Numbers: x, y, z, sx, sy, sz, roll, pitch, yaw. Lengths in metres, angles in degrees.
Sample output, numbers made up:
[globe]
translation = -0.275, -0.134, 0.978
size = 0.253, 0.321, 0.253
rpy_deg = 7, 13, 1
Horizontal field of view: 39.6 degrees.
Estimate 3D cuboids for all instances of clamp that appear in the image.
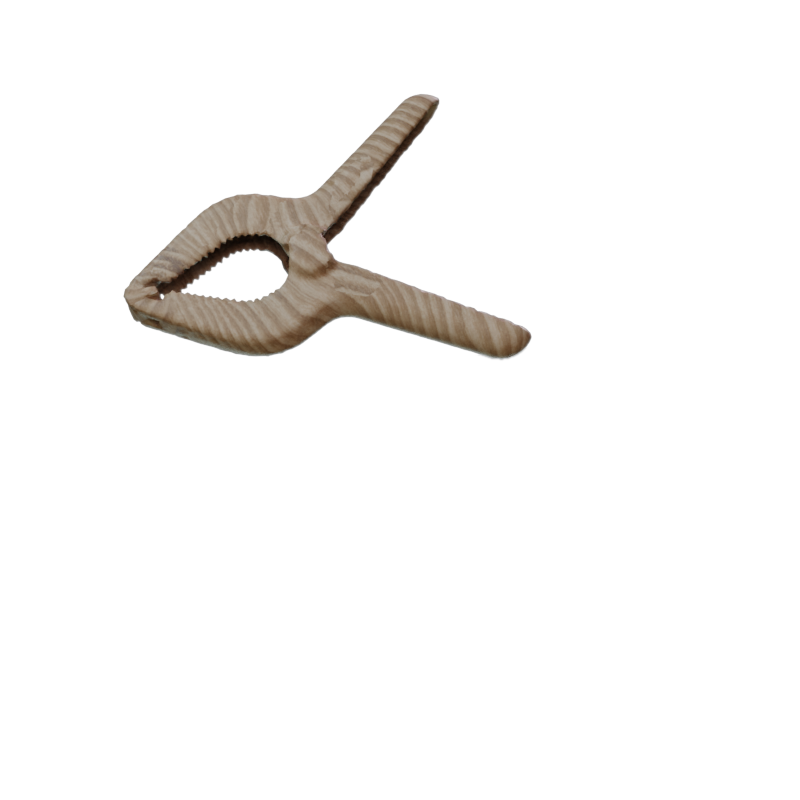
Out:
[clamp]
translation = -0.048, -0.088, 0.613
size = 0.209, 0.174, 0.034
rpy_deg = -9, -24, -4
